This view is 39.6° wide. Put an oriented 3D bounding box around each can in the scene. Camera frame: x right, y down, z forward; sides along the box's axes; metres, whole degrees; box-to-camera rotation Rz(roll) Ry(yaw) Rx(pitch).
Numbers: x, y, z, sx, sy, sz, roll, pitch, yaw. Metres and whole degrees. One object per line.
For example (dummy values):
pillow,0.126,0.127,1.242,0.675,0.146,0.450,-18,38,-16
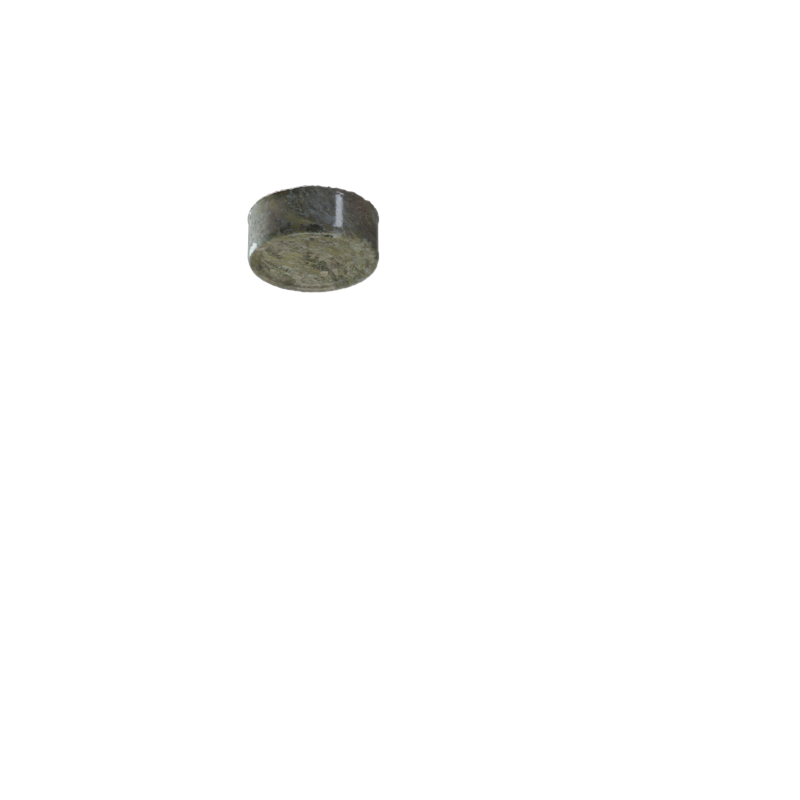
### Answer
can,-0.056,-0.102,0.715,0.086,0.035,0.081,1,-23,-2
